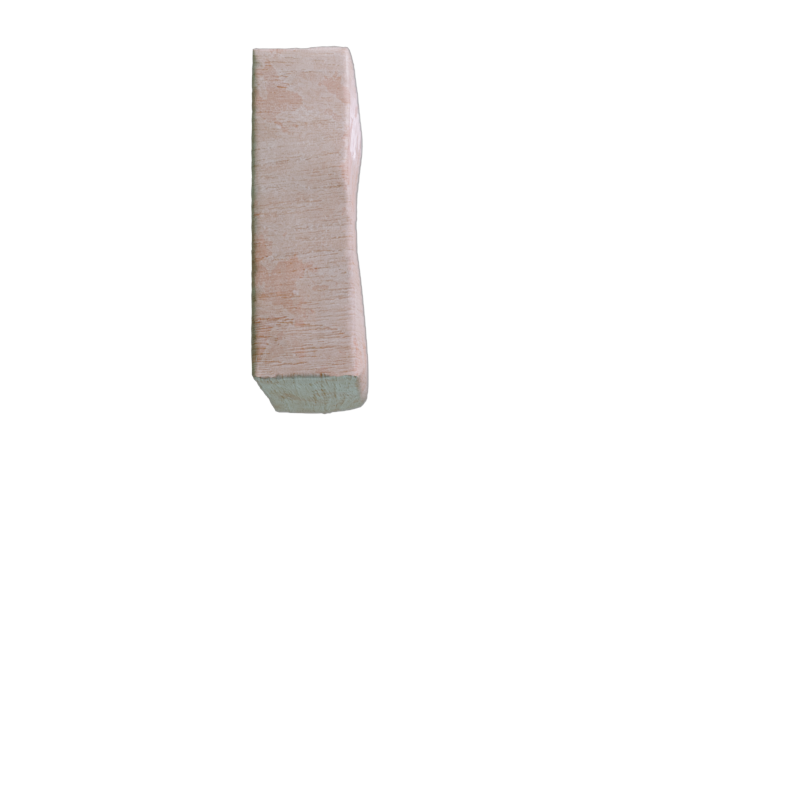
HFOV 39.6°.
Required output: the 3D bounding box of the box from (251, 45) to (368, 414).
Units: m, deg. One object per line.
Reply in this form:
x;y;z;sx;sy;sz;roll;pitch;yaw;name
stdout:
-0.059;-0.107;0.748;0.072;0.221;0.158;-1;-13;0;box
